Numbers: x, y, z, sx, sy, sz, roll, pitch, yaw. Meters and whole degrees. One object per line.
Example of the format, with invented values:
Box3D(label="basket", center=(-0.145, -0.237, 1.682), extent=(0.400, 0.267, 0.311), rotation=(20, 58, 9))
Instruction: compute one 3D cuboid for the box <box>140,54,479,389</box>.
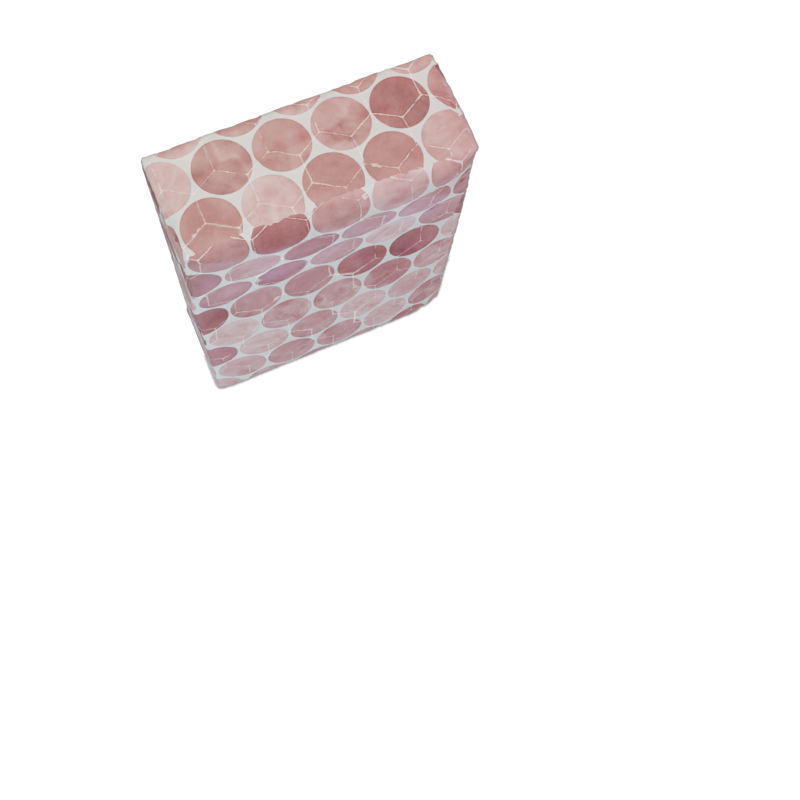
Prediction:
Box3D(label="box", center=(-0.051, -0.093, 0.651), extent=(0.163, 0.075, 0.204), rotation=(-23, -14, -10))
